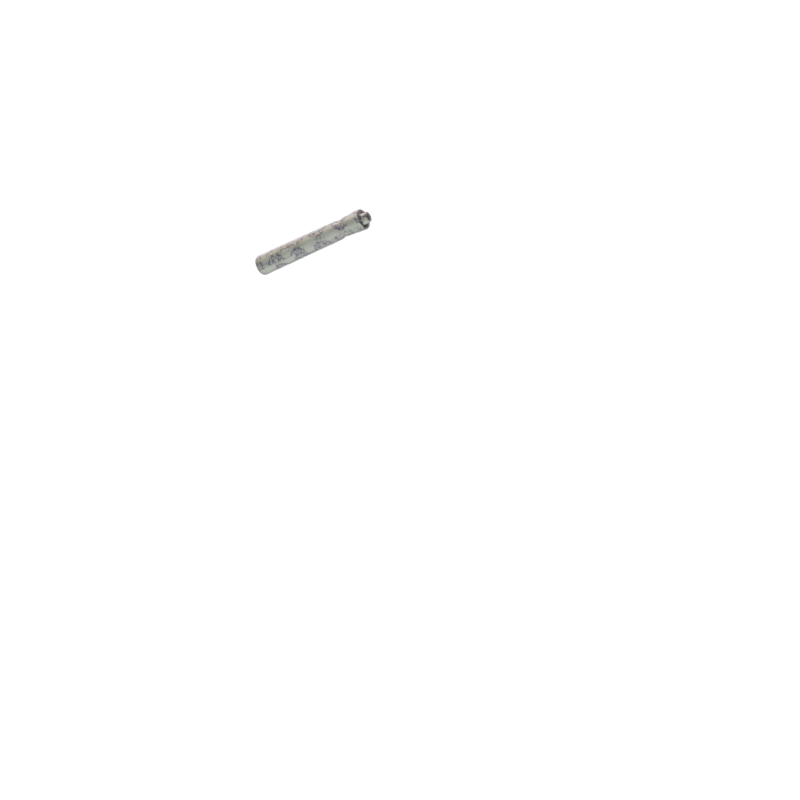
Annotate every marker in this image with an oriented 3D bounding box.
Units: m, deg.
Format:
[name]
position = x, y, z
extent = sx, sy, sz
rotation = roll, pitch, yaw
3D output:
[marker]
position = -0.076, -0.139, 0.976
extent = 0.122, 0.020, 0.019
rotation = -19, -7, 31
